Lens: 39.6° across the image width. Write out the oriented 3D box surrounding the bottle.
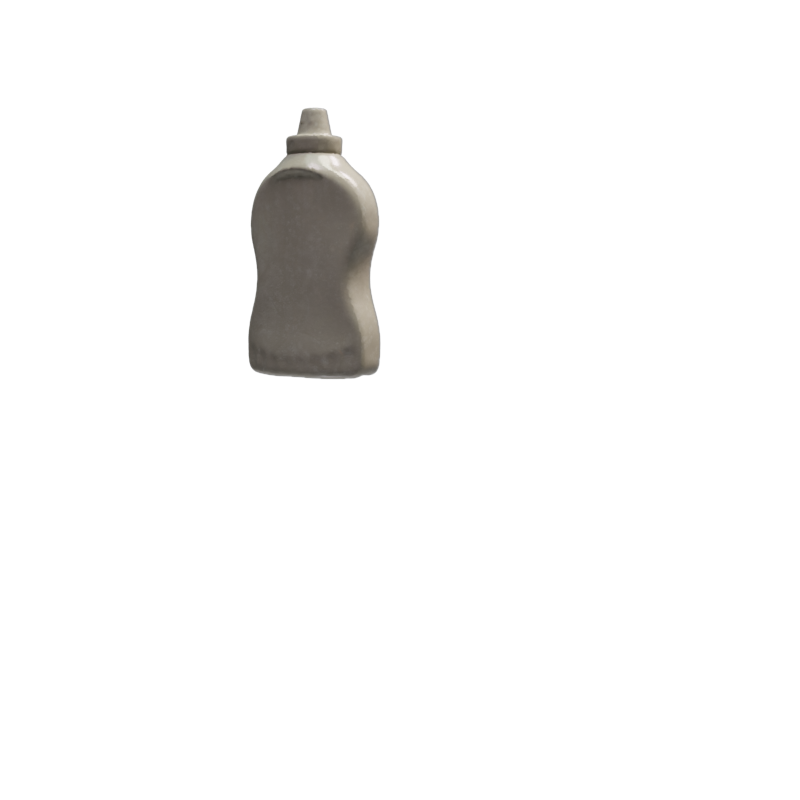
[{"bbox_3d":[-0.062,-0.114,0.799,0.099,0.192,0.056,1,0,31],"label":"bottle"}]
